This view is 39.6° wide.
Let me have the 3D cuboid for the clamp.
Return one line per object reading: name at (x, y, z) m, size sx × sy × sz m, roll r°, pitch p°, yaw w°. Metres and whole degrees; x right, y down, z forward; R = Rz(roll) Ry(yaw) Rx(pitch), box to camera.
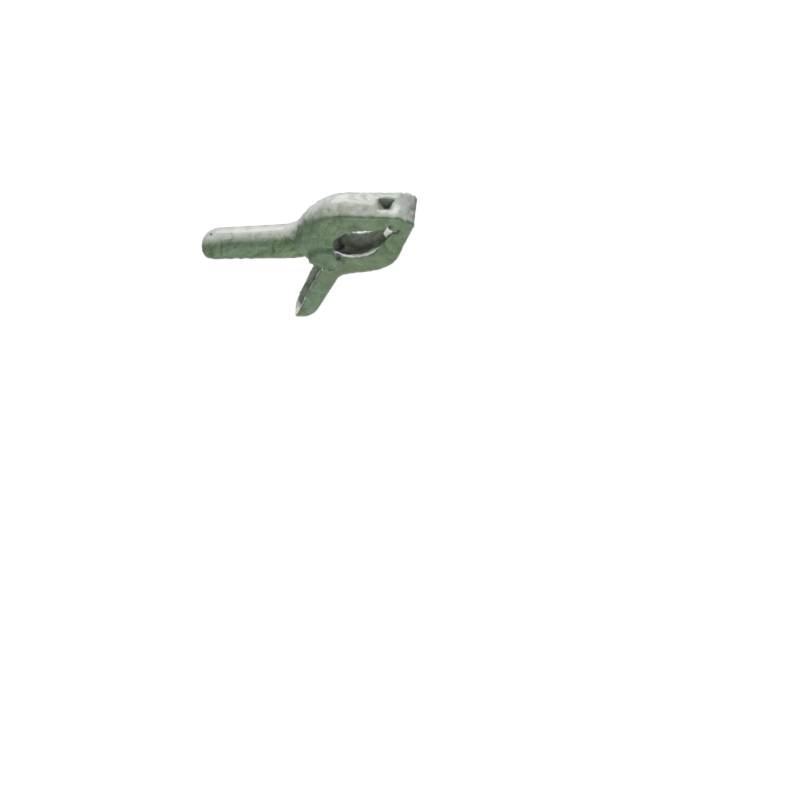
clamp at (-0.066, -0.120, 0.840) m, size 0.113 × 0.042 × 0.171 m, roll 22°, pitch -35°, yaw -36°
